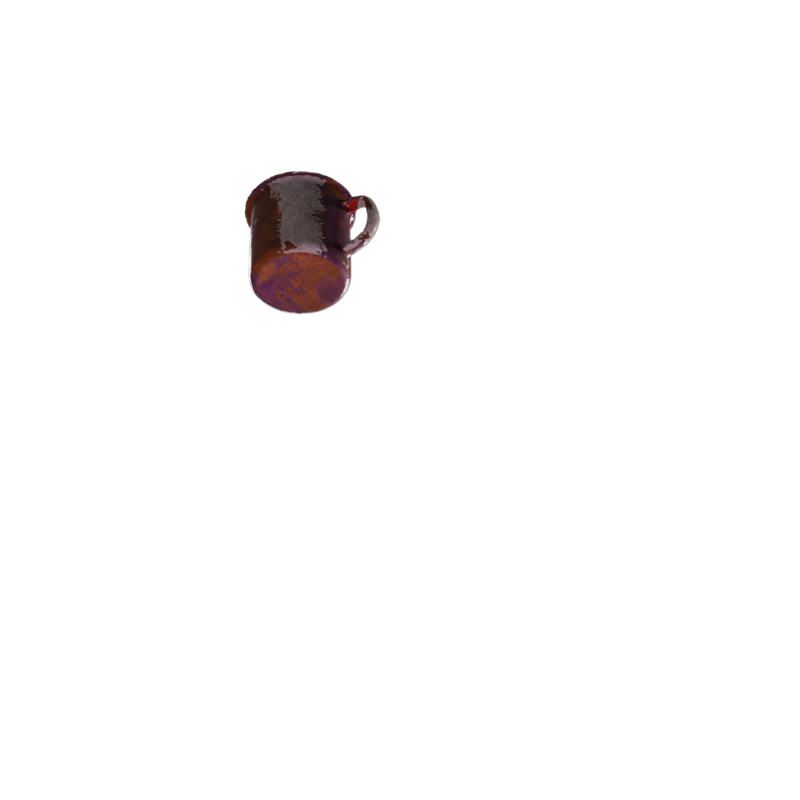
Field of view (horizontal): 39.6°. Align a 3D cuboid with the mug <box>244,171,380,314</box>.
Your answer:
[{"bbox_3d":[-0.070,-0.127,0.891,0.118,0.087,0.086,-17,-43,18],"label":"mug"}]
